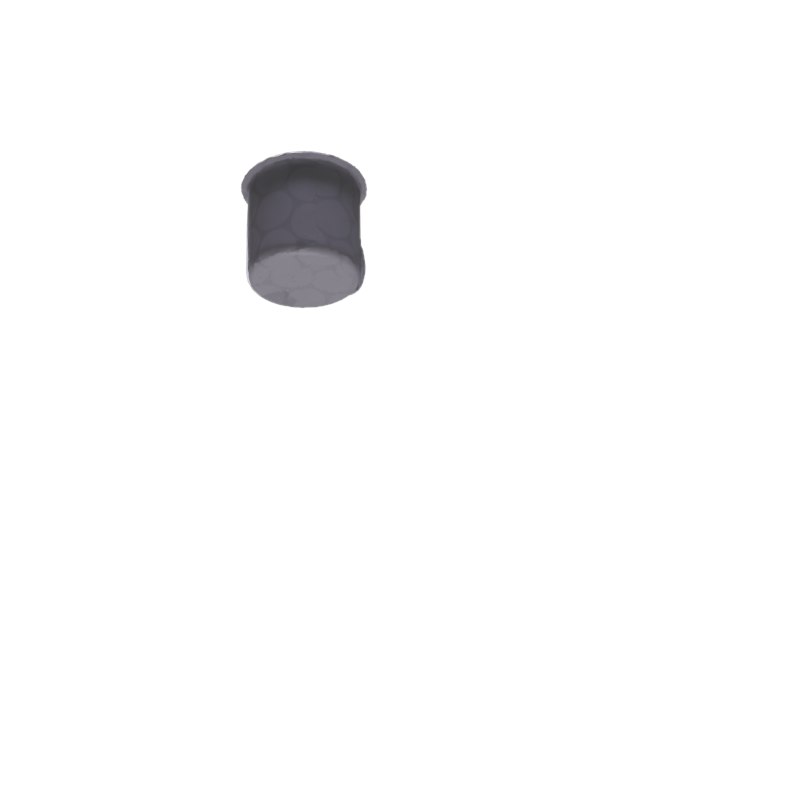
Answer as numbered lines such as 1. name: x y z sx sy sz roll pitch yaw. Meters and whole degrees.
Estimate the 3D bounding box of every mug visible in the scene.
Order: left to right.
1. mug: -0.063 -0.115 0.807 0.094 0.087 0.109 -18 -33 28
